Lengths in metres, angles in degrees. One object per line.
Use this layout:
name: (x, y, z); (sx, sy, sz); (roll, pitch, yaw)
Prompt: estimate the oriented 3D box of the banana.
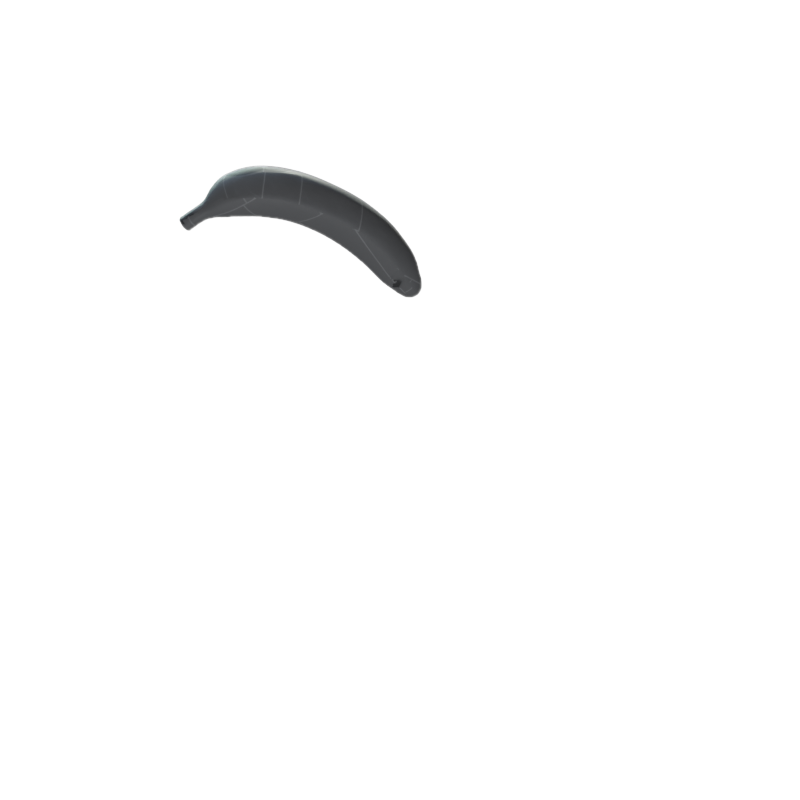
banana: (-0.061, -0.133, 0.833); (0.192, 0.039, 0.067); (17, -48, -16)
